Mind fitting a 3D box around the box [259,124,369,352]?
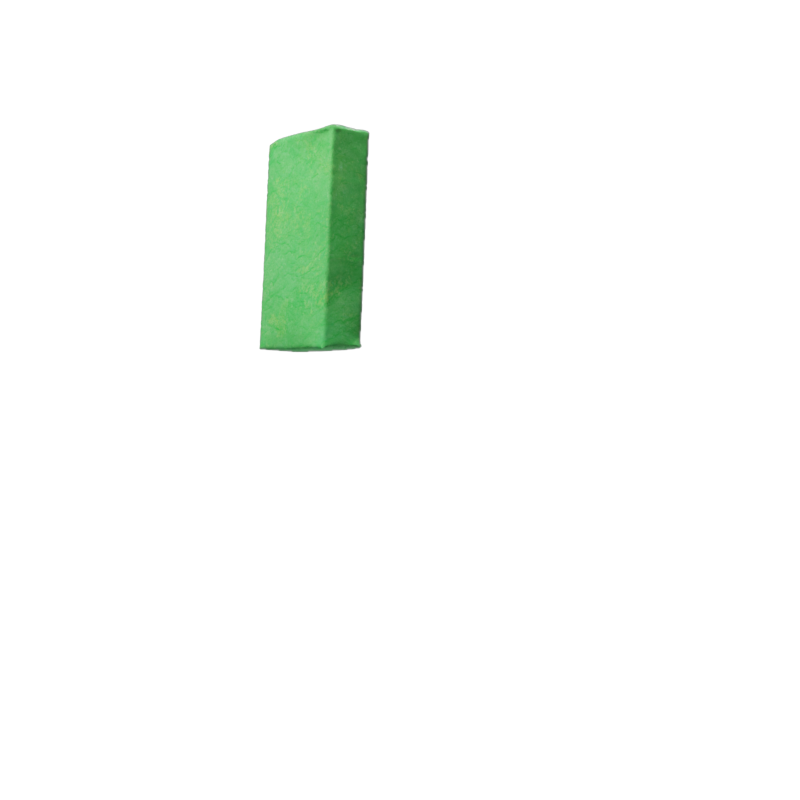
[{"bbox_3d":[-0.071,-0.128,0.897,0.046,0.179,0.096,5,-7,-39],"label":"box"}]
